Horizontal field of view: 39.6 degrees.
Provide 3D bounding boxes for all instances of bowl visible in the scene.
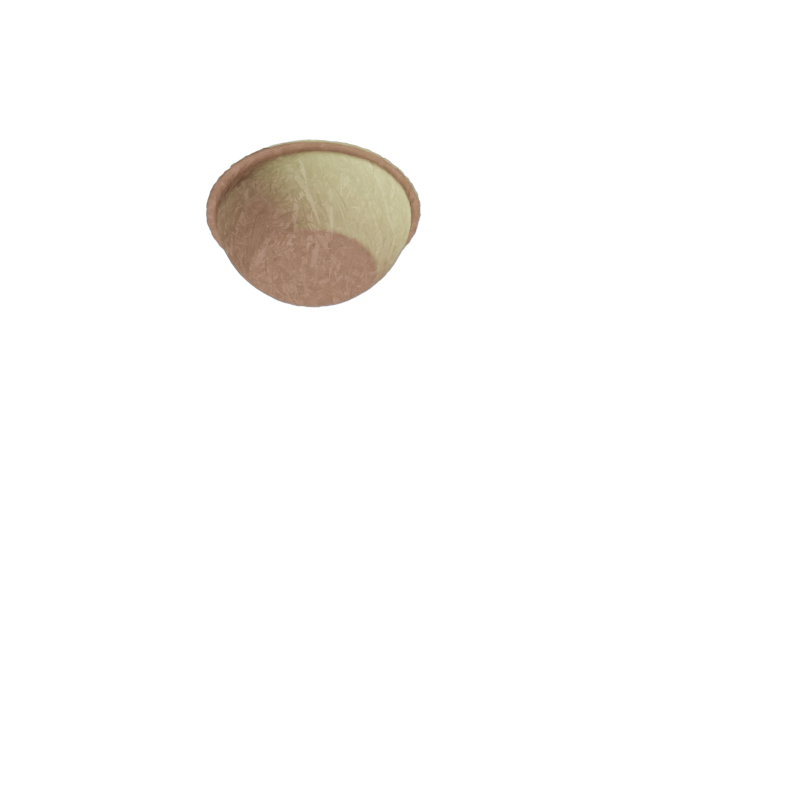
[{"bbox_3d":[-0.064,-0.117,0.819,0.162,0.059,0.151,1,-34,-2],"label":"bowl"}]
